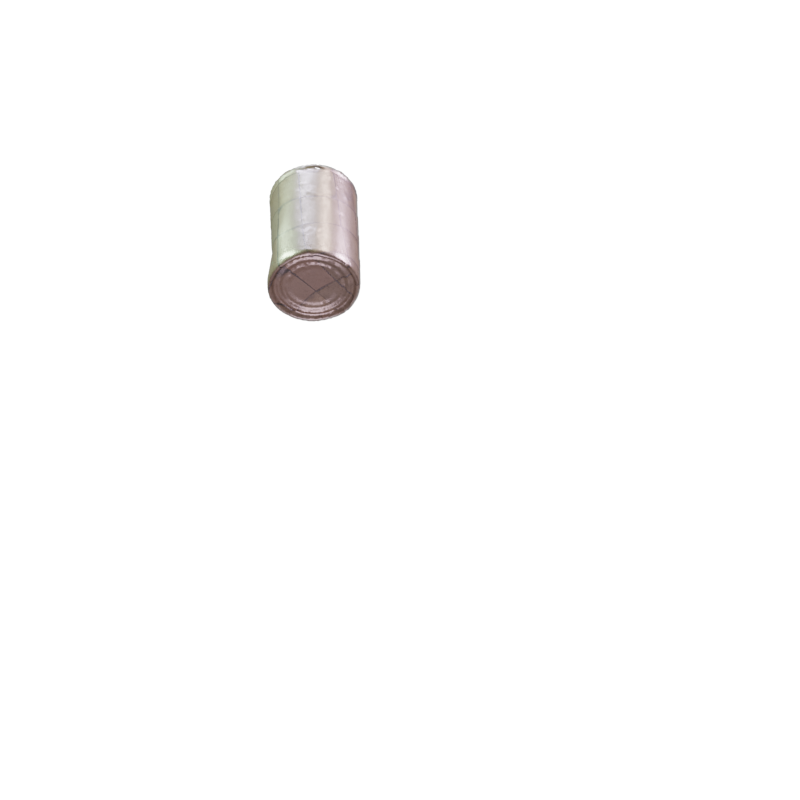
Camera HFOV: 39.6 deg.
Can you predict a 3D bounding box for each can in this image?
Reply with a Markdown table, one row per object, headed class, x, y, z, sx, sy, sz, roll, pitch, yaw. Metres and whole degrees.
| class | x | y | z | sx | sy | sz | roll | pitch | yaw |
| --- | --- | --- | --- | --- | --- | --- | --- | --- | --- |
| can | -0.064 | -0.117 | 0.817 | 0.068 | 0.064 | 0.110 | -1 | 45 | -3 |
